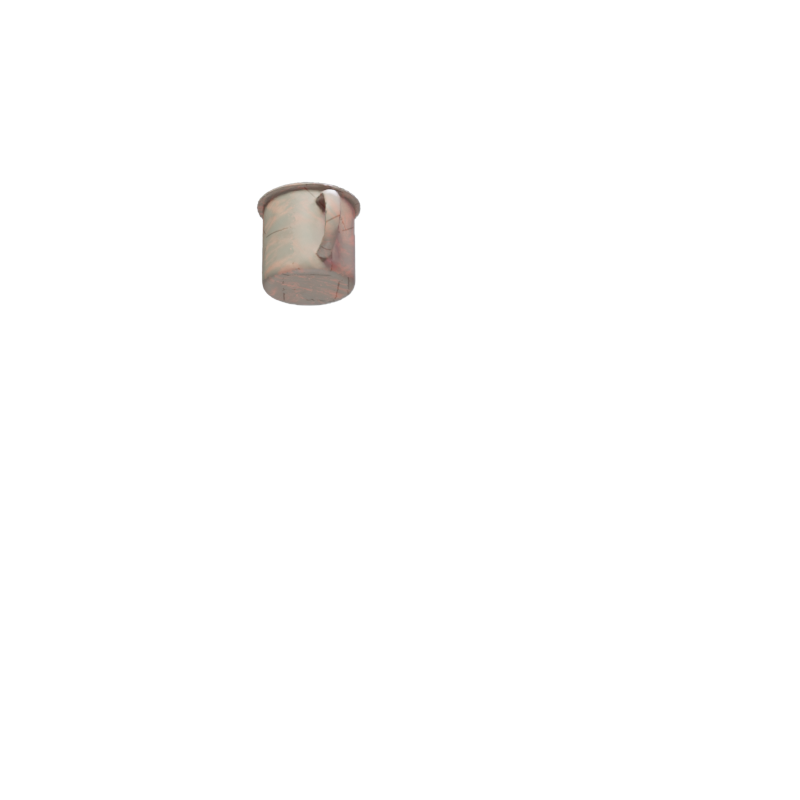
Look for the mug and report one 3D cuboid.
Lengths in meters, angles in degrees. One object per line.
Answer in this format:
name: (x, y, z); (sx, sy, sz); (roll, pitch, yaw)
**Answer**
mug: (-0.076, -0.138, 0.966); (0.090, 0.086, 0.115); (8, -24, -22)
